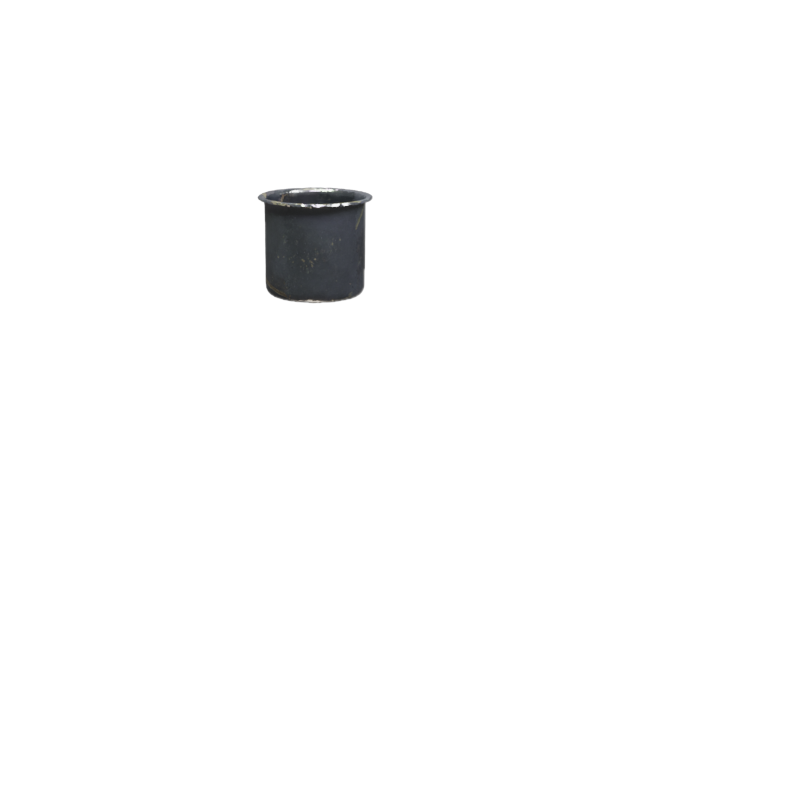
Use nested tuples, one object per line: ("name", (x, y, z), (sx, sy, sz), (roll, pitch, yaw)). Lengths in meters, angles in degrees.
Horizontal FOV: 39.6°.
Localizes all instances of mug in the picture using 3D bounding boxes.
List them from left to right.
("mug", (-0.072, -0.131, 0.917), (0.092, 0.079, 0.122), (-2, 17, -10))
